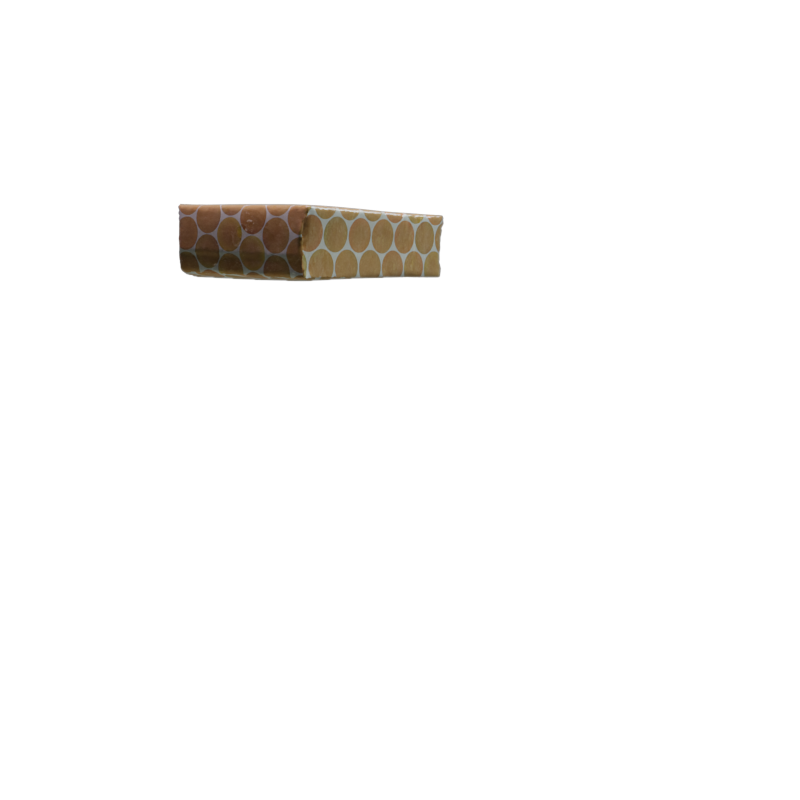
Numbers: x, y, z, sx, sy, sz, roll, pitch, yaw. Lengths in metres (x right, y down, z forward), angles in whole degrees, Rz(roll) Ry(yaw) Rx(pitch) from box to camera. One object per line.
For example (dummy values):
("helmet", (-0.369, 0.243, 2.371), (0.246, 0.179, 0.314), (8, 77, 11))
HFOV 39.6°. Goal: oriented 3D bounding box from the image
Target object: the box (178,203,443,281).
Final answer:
("box", (-0.045, -0.082, 0.577), (0.094, 0.038, 0.110), (6, 10, 38))
